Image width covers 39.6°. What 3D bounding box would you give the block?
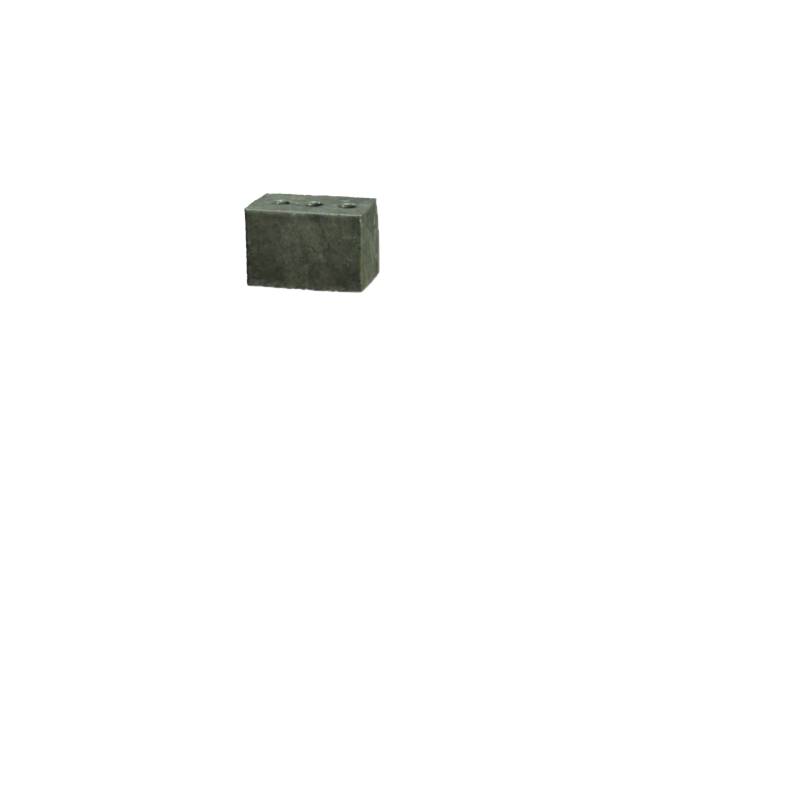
[{"bbox_3d":[-0.056,-0.101,0.710,0.079,0.049,0.054,4,18,11],"label":"block"}]
